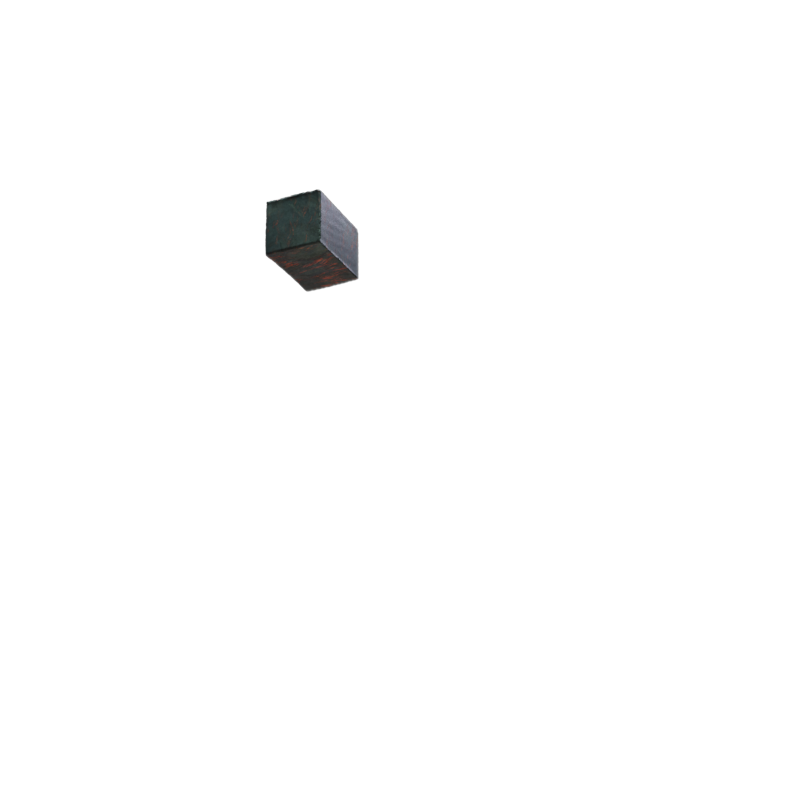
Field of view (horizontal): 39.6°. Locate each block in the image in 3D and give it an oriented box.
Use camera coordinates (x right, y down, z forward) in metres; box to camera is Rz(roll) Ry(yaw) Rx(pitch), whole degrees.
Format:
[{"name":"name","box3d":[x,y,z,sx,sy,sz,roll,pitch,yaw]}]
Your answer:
[{"name":"block","box3d":[-0.074,-0.134,0.940,0.053,0.054,0.072,-11,-26,21]}]
